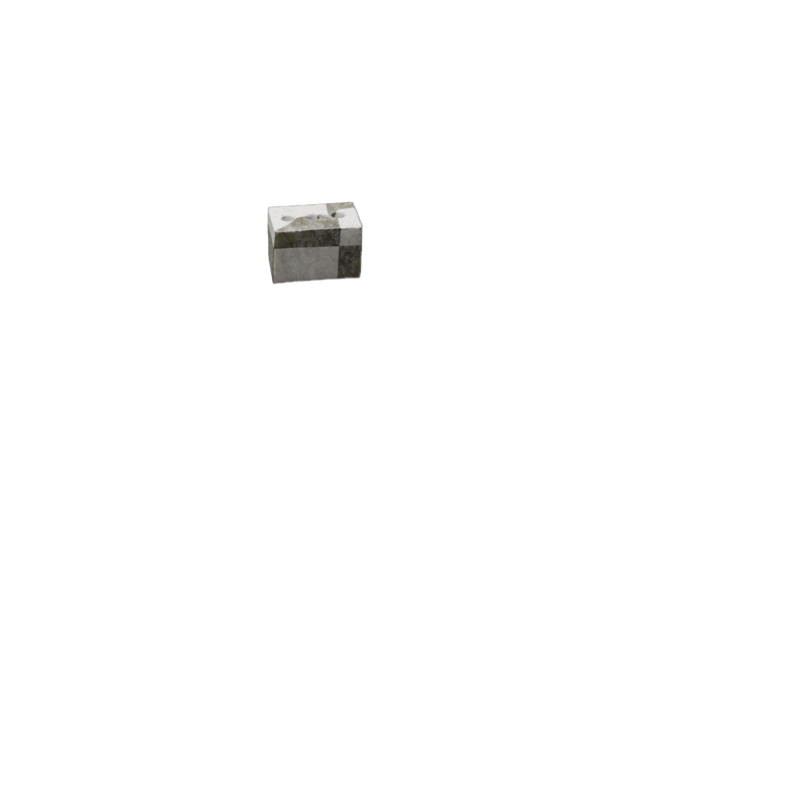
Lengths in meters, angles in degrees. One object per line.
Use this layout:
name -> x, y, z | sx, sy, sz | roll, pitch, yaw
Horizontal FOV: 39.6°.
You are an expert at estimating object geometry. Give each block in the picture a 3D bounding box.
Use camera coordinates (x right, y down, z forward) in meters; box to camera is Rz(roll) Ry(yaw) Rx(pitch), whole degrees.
block -> -0.075, -0.137, 0.963 | 0.077, 0.048, 0.057 | -5, 33, -9
